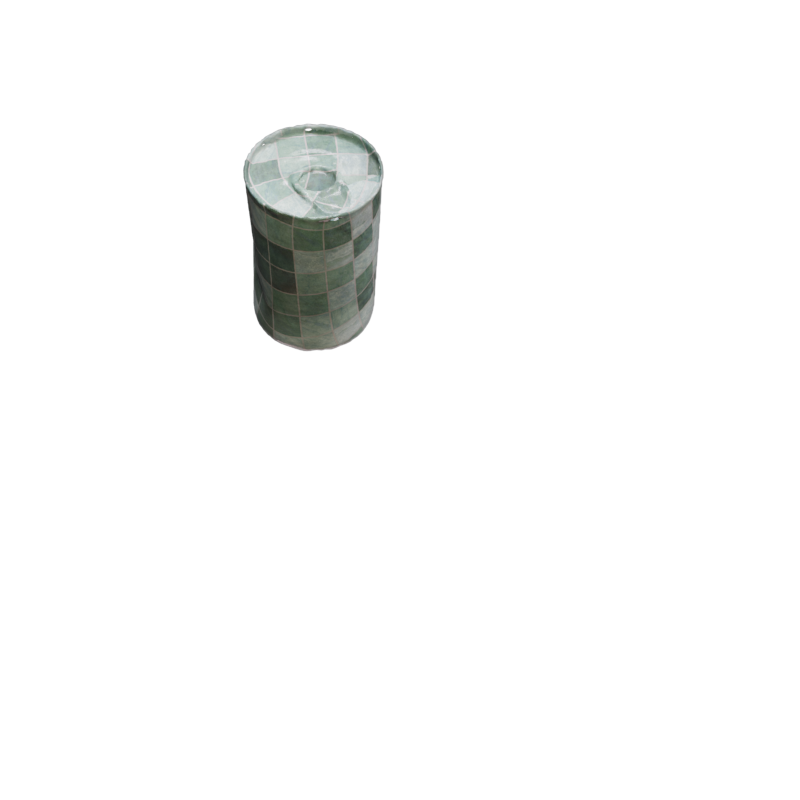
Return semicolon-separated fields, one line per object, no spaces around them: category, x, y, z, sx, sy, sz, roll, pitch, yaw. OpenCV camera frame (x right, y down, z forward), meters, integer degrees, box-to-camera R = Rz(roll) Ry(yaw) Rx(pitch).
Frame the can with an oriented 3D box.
can;-0.045;-0.082;0.571;0.068;0.074;0.095;0;-40;-3
